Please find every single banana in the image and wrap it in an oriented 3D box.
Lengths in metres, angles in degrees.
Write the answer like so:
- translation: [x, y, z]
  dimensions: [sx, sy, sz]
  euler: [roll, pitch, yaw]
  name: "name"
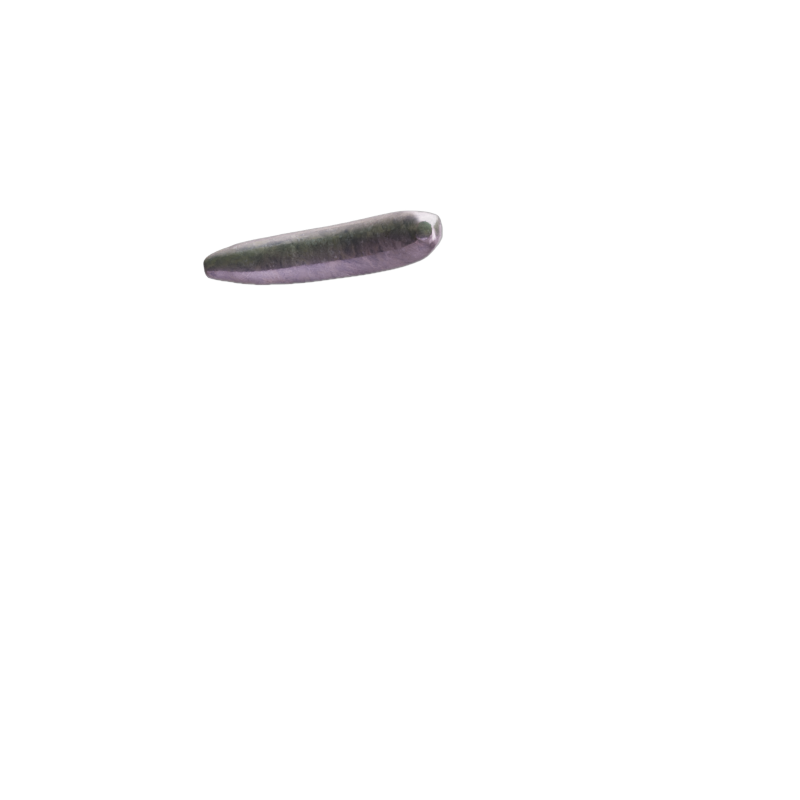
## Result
- translation: [-0.044, -0.105, 0.754]
  dimensions: [0.203, 0.038, 0.066]
  euler: [-6, -10, 38]
  name: "banana"
